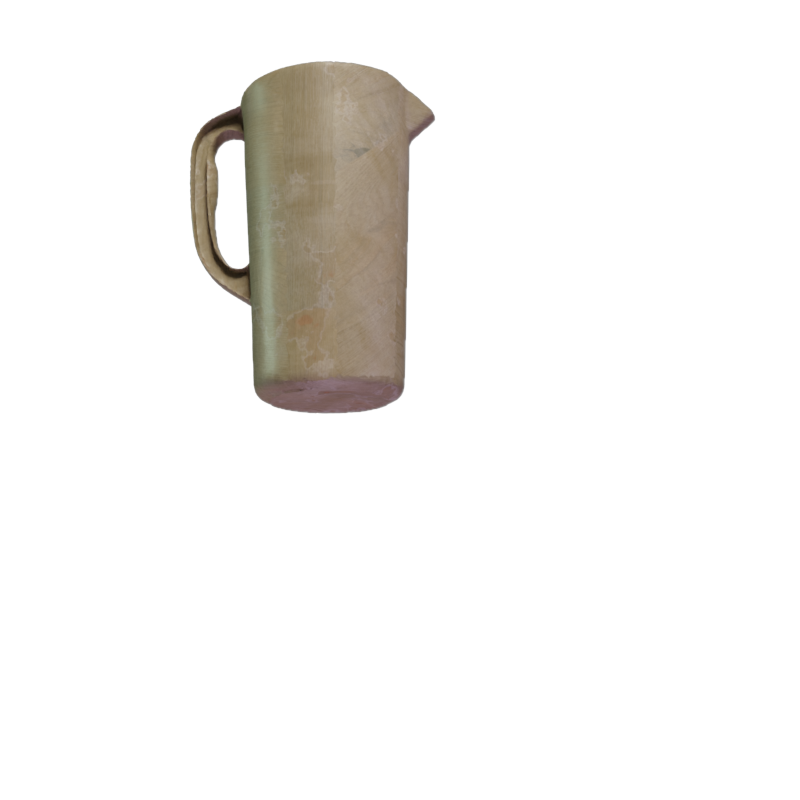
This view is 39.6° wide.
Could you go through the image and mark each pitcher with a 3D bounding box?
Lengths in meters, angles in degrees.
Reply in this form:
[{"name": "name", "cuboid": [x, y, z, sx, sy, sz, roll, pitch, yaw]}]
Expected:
[{"name": "pitcher", "cuboid": [-0.065, -0.118, 0.828, 0.137, 0.254, 0.151, 13, -22, -38]}]
